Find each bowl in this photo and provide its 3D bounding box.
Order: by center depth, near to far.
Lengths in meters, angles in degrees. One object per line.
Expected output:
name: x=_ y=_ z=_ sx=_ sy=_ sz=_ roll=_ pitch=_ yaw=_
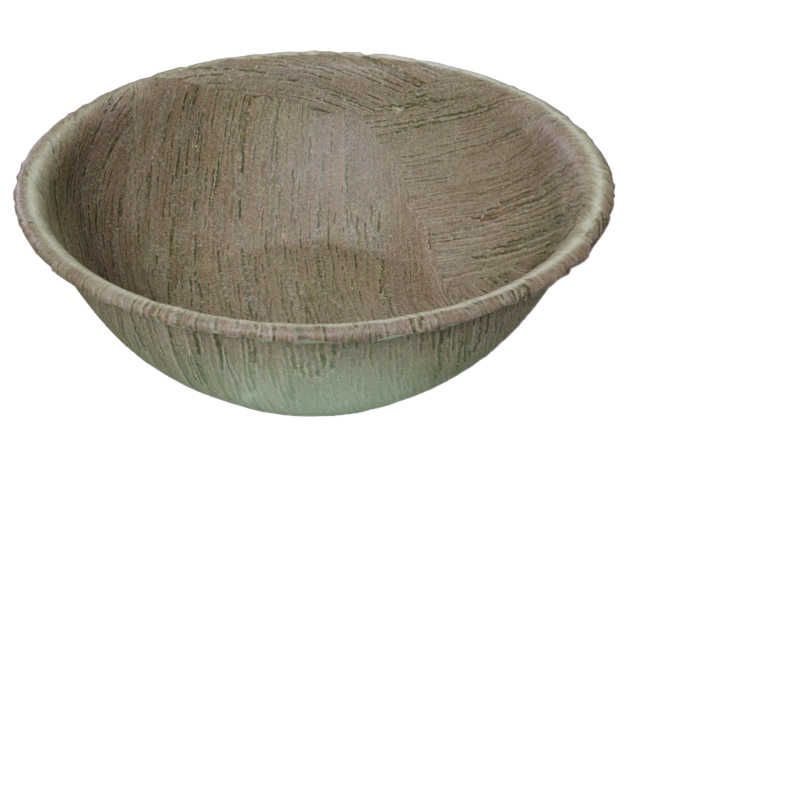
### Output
bowl: x=-0.025 y=-0.045 z=0.318 sx=0.162 sy=0.051 sz=0.173 roll=-1 pitch=37 yaw=-2
